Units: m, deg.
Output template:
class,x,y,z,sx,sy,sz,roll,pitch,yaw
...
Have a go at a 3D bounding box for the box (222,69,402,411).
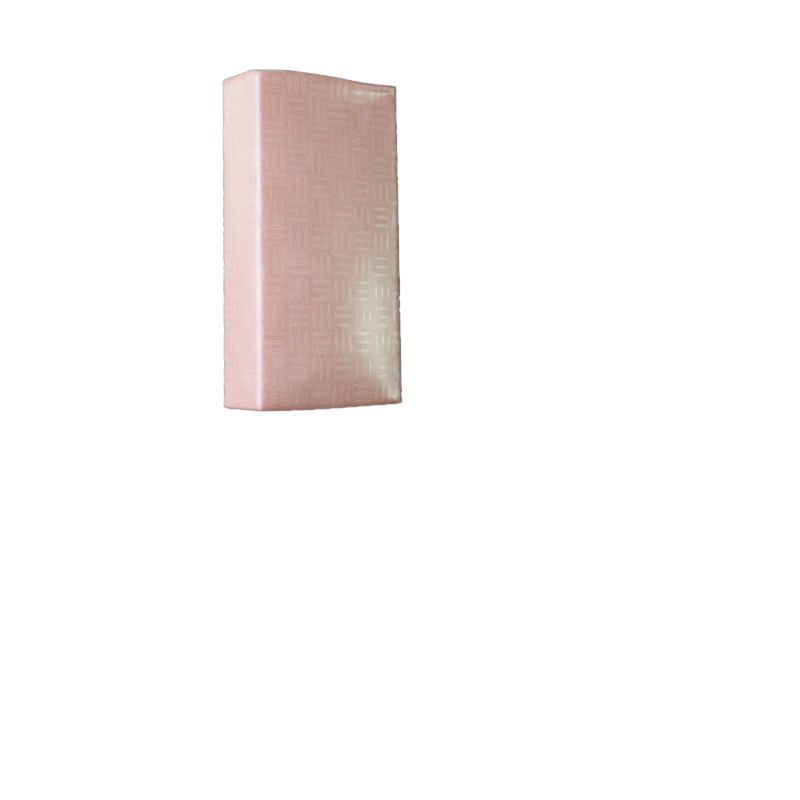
class,x,y,z,sx,sy,sz,roll,pitch,yaw
box,-0.047,-0.085,0.596,0.090,0.177,0.050,0,-2,-35
